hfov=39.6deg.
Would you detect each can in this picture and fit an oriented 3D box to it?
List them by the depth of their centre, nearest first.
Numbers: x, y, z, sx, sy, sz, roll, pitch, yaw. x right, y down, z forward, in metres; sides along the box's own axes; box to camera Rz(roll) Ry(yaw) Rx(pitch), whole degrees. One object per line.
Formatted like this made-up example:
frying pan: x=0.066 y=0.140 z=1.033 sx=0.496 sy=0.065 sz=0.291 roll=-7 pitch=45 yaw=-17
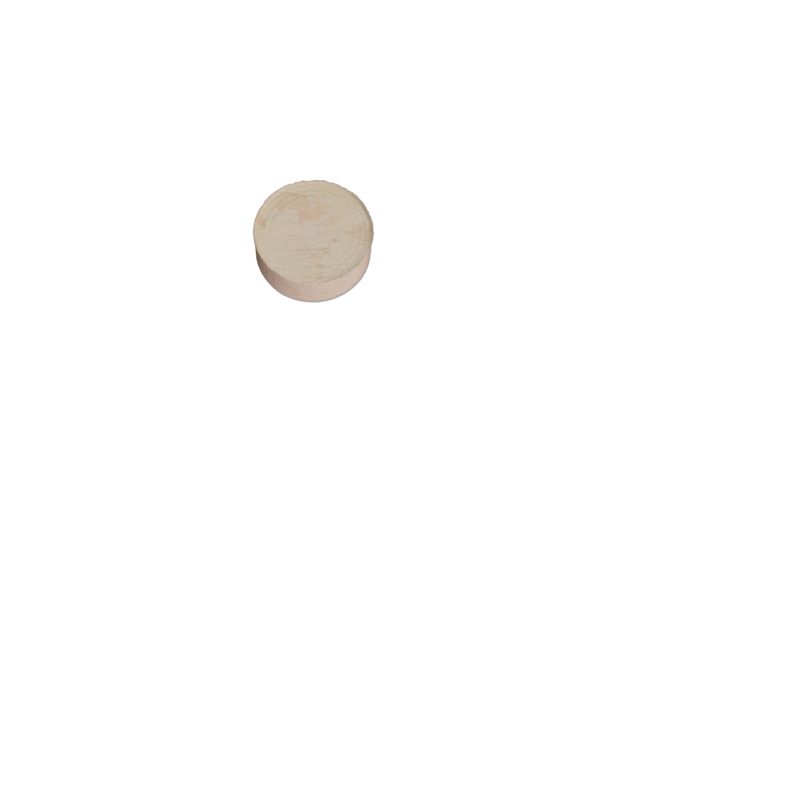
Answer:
can: x=-0.063 y=-0.114 z=0.799 sx=0.086 sy=0.091 sz=0.032 roll=-1 pitch=-27 yaw=-1
